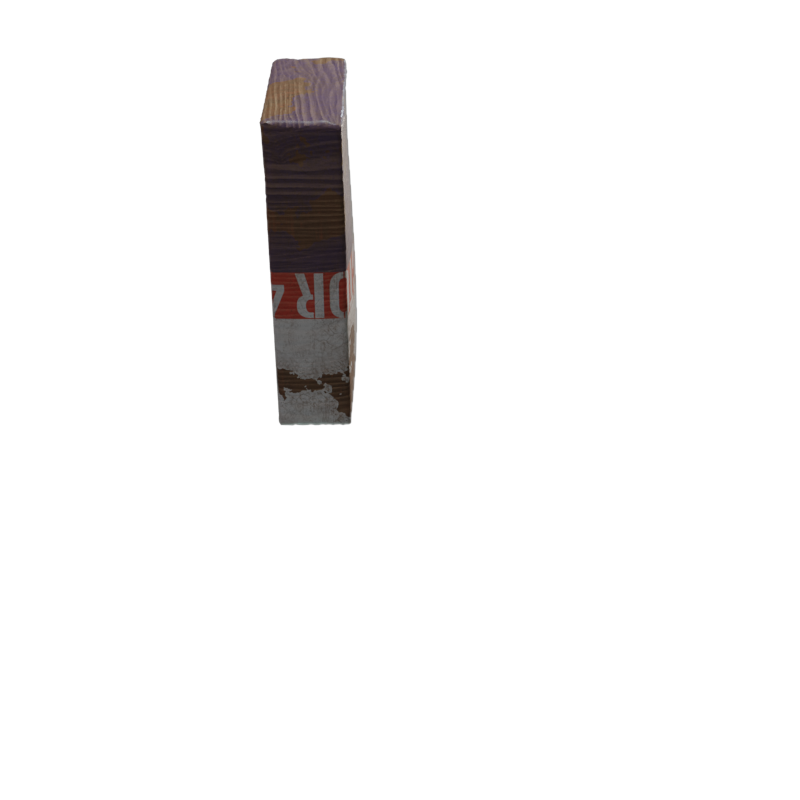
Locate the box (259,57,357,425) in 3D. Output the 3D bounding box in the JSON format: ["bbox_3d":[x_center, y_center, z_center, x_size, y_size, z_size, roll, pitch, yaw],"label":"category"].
[{"bbox_3d":[-0.046,-0.084,0.592,0.048,0.166,0.099,1,32,-2],"label":"box"}]
